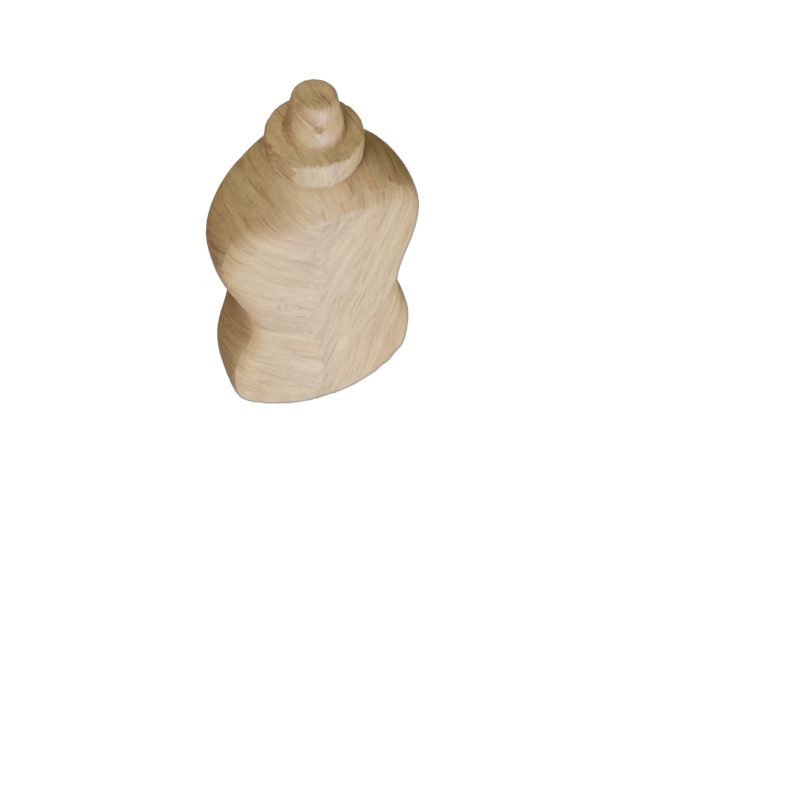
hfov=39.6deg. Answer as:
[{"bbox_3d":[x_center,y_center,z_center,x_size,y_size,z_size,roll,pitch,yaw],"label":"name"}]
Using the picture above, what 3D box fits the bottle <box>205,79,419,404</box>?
[{"bbox_3d":[-0.039,-0.072,0.507,0.095,0.063,0.179,-17,-30,-14],"label":"bottle"}]
